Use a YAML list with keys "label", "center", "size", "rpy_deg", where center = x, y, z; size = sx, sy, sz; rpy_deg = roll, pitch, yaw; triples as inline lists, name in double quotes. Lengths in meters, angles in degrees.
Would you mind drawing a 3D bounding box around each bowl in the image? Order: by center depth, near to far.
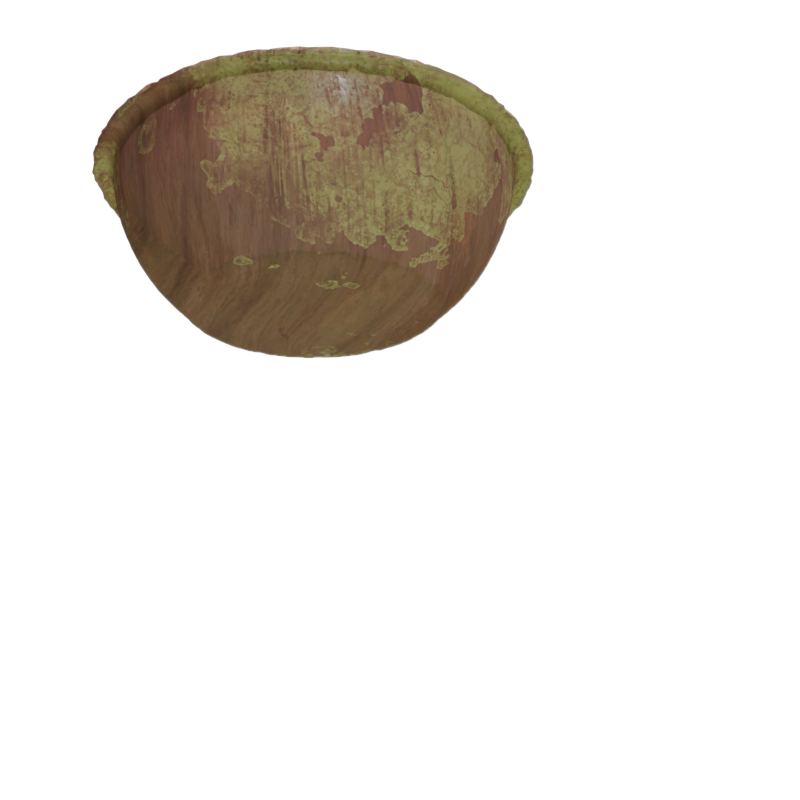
- label: "bowl"
  center: [-0.031, -0.057, 0.400]
  size: [0.162, 0.058, 0.154]
  rpy_deg: [1, -22, -2]
